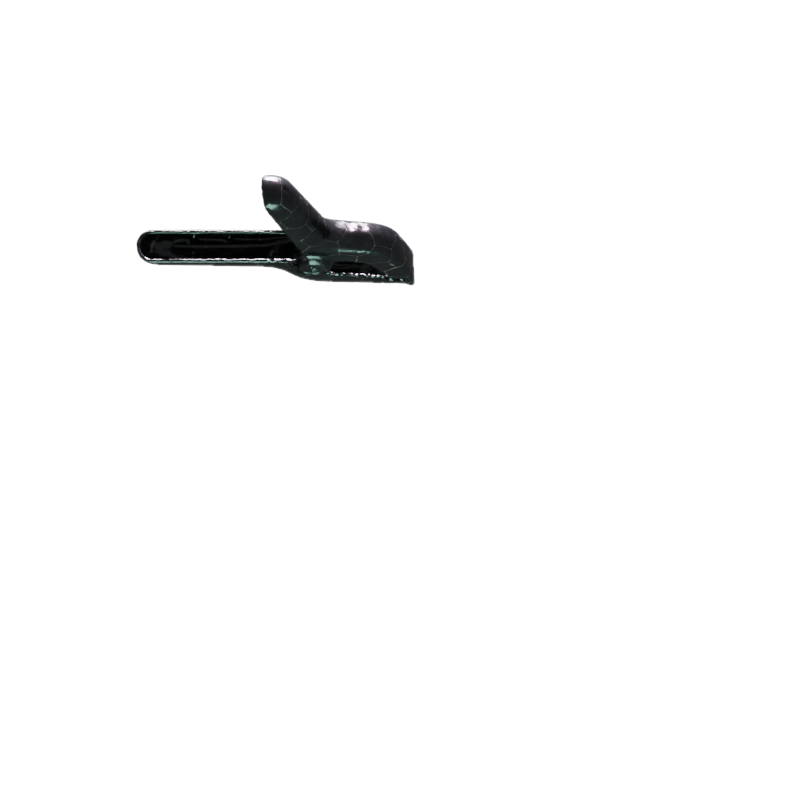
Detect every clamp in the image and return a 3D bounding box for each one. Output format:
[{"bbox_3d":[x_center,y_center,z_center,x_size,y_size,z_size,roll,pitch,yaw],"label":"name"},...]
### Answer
[{"bbox_3d":[-0.063,-0.114,0.800,0.201,0.037,0.167,6,-11,-34],"label":"clamp"}]
